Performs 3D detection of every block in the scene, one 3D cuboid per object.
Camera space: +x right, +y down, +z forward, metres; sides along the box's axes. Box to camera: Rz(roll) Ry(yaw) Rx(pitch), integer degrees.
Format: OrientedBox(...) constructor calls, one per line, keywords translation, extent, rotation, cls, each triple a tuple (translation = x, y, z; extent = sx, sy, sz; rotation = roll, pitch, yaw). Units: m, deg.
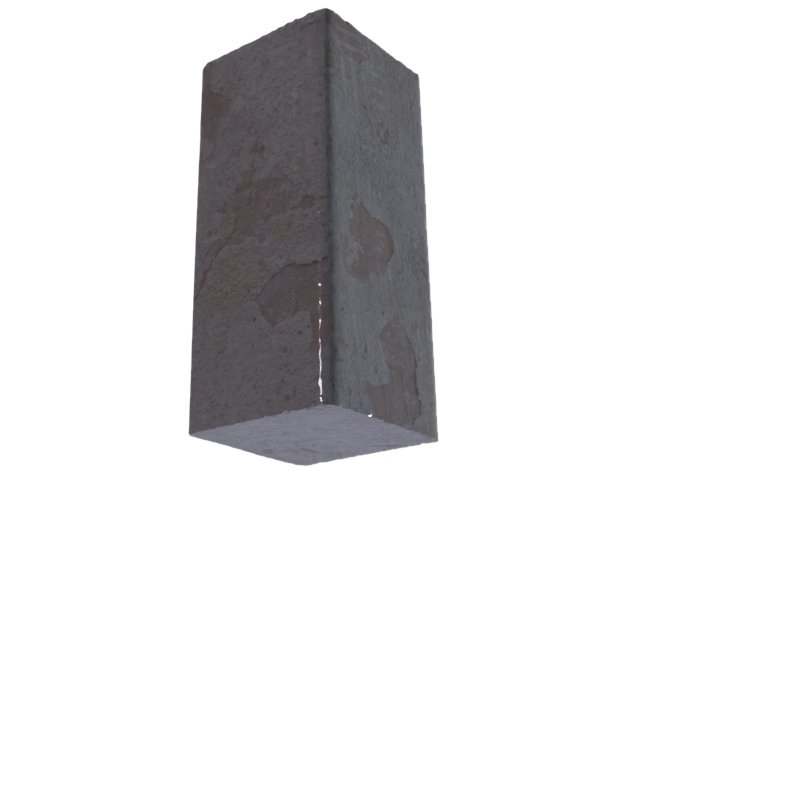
OrientedBox(translation=(-0.045, -0.082, 0.572), extent=(0.092, 0.217, 0.084), rotation=(-17, -26, 34), cls="block")
